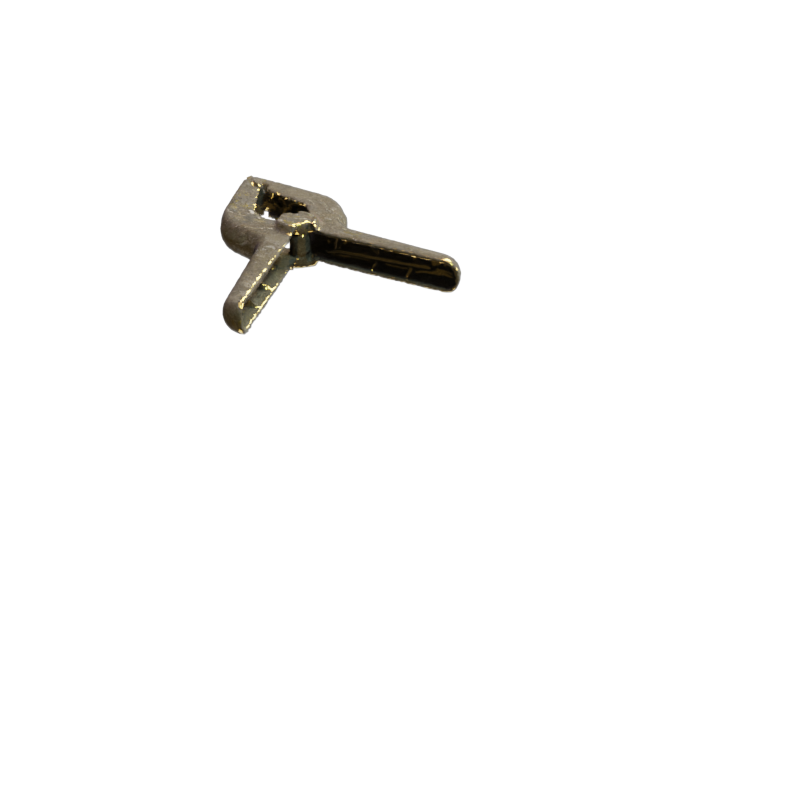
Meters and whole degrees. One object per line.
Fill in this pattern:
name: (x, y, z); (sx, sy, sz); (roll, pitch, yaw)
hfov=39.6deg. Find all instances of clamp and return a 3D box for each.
clamp: (-0.062, -0.114, 0.797); (0.162, 0.034, 0.226); (-9, 32, -14)
